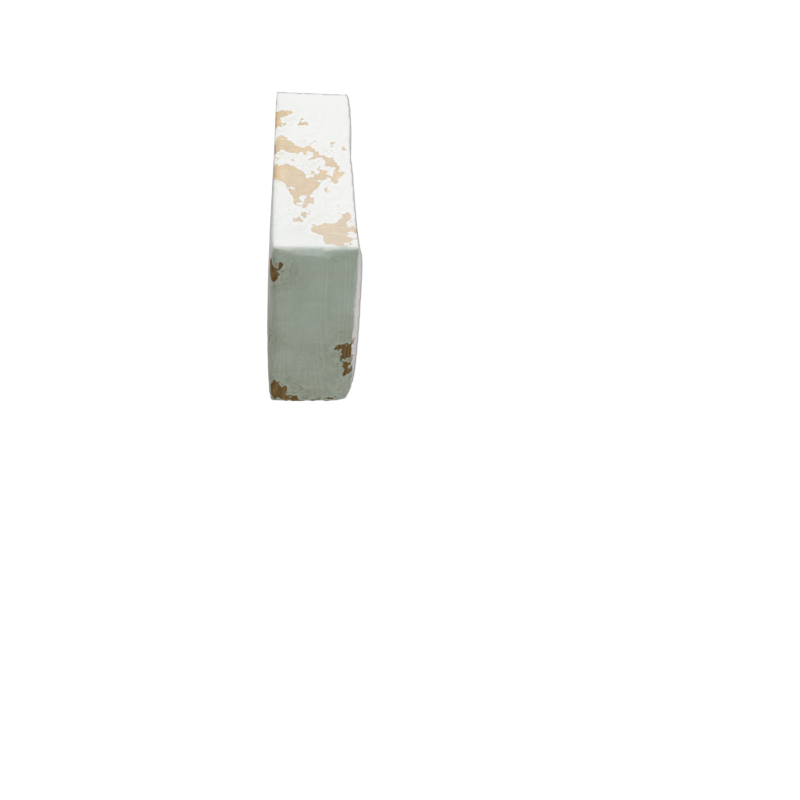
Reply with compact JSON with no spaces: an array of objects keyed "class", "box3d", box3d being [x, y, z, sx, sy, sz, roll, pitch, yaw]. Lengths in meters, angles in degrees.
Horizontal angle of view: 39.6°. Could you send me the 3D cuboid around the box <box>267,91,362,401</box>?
[{"class":"box","box3d":[-0.072,-0.131,0.921,0.071,0.153,0.230,1,43,-5]}]
